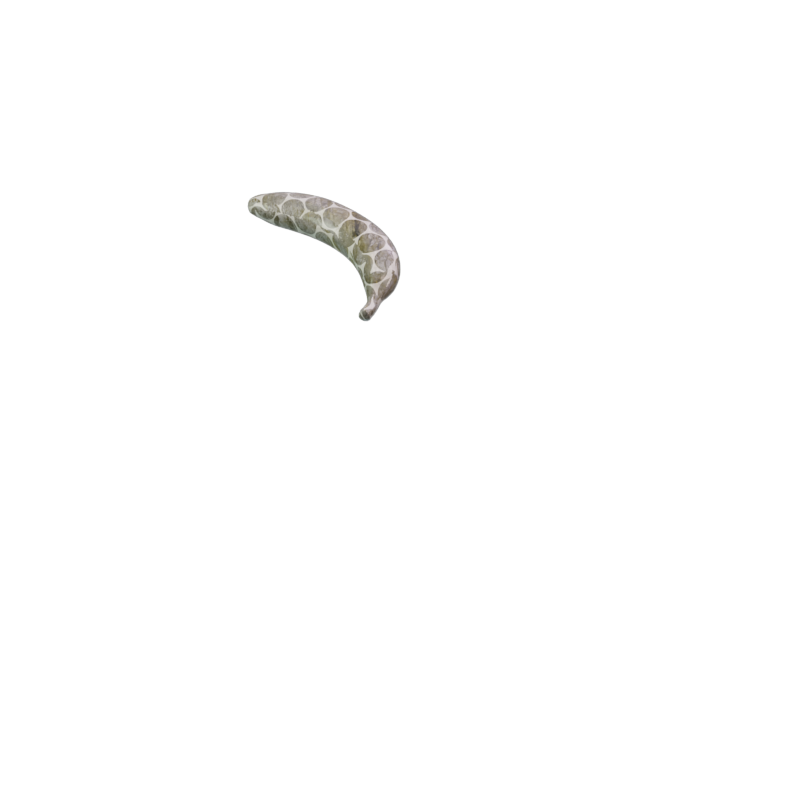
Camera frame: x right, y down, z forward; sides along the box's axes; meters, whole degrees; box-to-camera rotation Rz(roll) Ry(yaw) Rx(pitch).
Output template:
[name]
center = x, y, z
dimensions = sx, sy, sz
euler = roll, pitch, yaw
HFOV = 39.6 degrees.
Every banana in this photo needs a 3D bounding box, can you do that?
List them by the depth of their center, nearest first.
[banana]
center = -0.057, -0.139, 0.951
dimensions = 0.069, 0.034, 0.213
euler = -21, 42, -26
